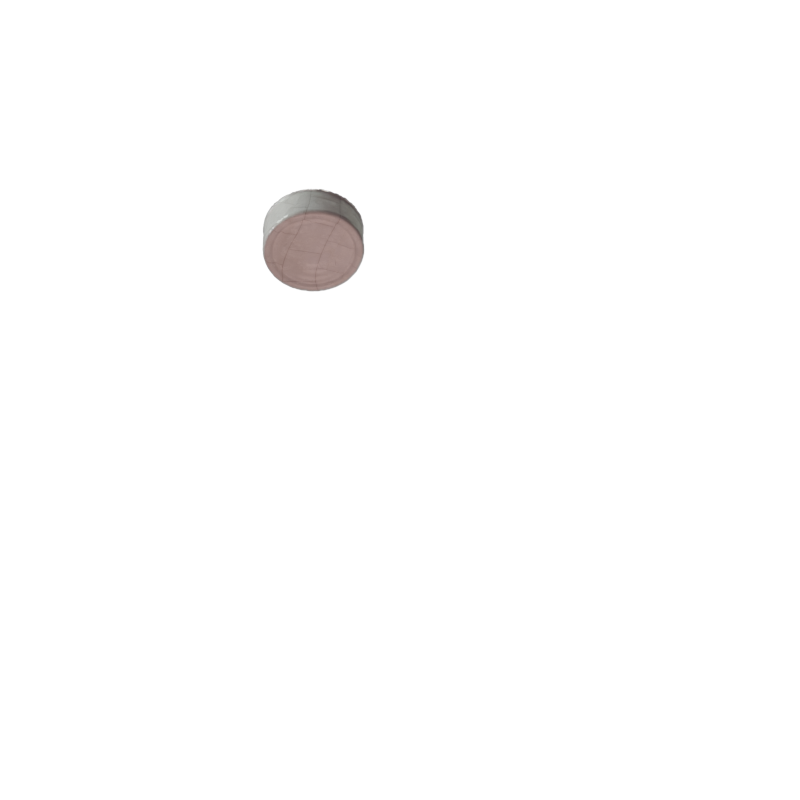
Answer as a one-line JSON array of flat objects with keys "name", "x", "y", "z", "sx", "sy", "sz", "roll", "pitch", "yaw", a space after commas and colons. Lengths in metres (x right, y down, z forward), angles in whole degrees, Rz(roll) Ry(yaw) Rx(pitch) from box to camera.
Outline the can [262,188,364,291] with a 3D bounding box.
[{"name": "can", "x": -0.073, "y": -0.133, "z": 0.930, "sx": 0.086, "sy": 0.080, "sz": 0.036, "roll": 1, "pitch": 41, "yaw": -1}]
